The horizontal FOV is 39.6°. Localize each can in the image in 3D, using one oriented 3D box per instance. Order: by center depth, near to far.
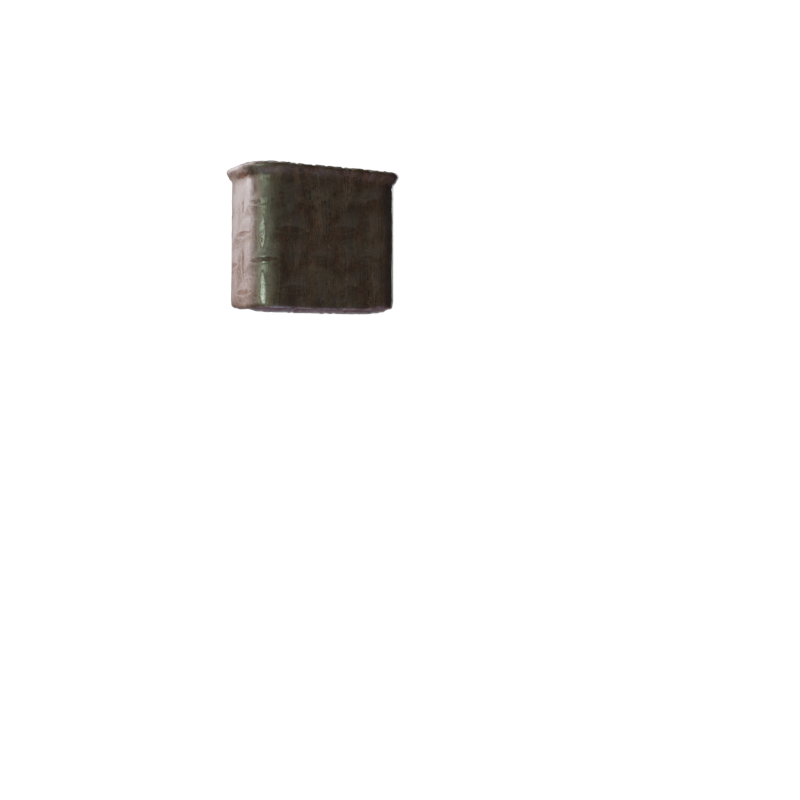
[{"bbox_3d":[-0.052,-0.095,0.664,0.098,0.085,0.059,1,-4,-29],"label":"can"}]
